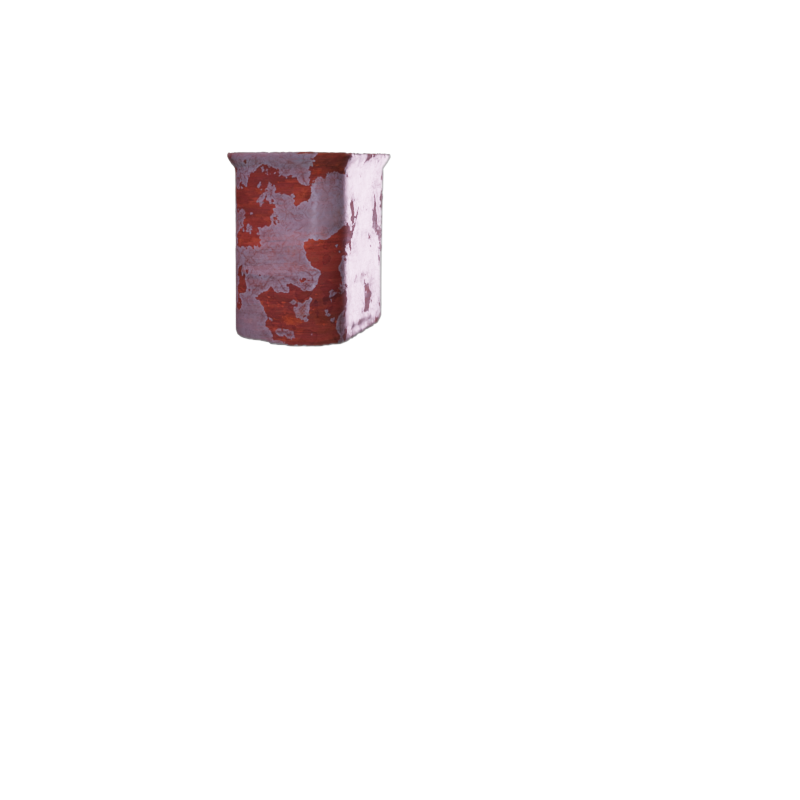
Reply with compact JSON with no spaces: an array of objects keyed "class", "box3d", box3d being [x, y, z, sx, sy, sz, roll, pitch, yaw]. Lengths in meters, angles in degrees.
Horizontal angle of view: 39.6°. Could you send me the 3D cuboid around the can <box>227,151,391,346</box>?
[{"class":"can","box3d":[-0.041,-0.074,0.520,0.059,0.082,0.102,2,9,14]}]
